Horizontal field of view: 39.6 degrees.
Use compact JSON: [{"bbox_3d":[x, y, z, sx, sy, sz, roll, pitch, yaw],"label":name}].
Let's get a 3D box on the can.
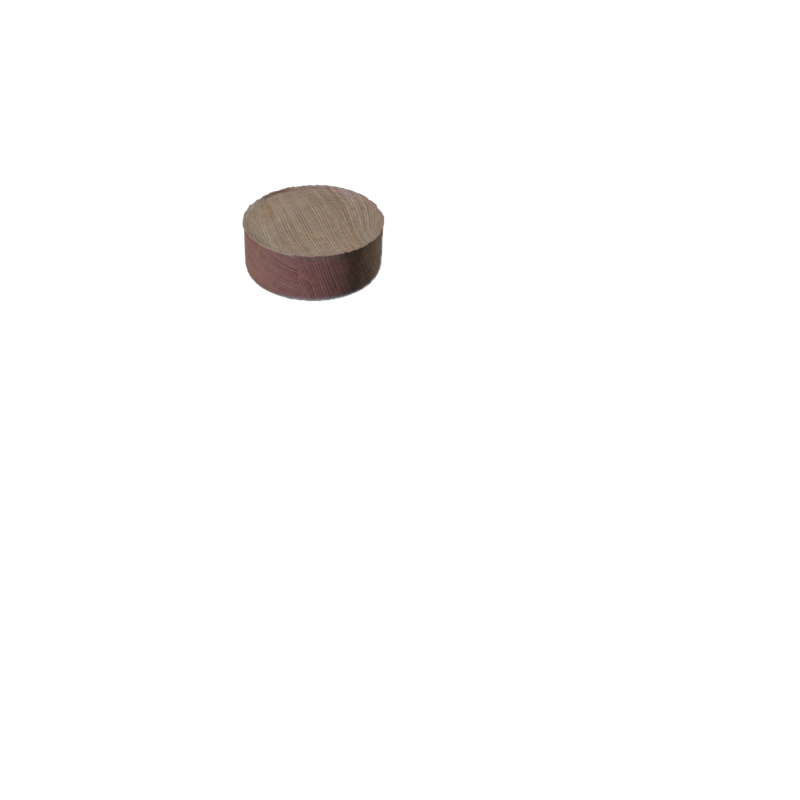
[{"bbox_3d":[-0.053,-0.097,0.679,0.086,0.031,0.092,-1,37,-2],"label":"can"}]
